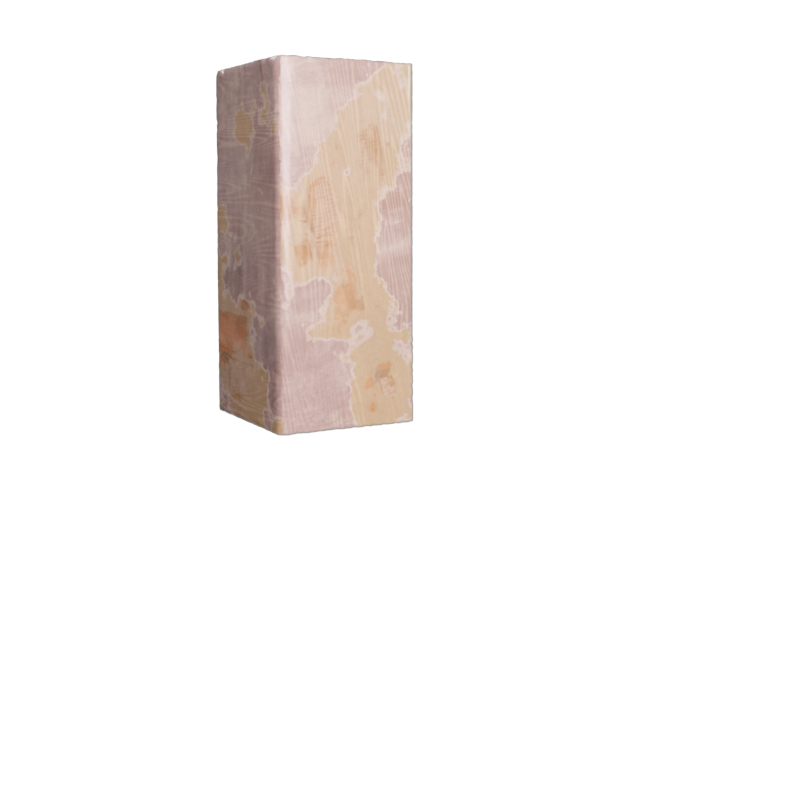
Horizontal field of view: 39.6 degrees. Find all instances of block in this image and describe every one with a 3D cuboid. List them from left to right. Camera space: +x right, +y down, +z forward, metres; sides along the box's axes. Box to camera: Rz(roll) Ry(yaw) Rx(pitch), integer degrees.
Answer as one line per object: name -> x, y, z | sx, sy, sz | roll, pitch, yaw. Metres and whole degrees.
block -> -0.052, -0.094, 0.656 | 0.087, 0.205, 0.094 | -2, 4, -30
